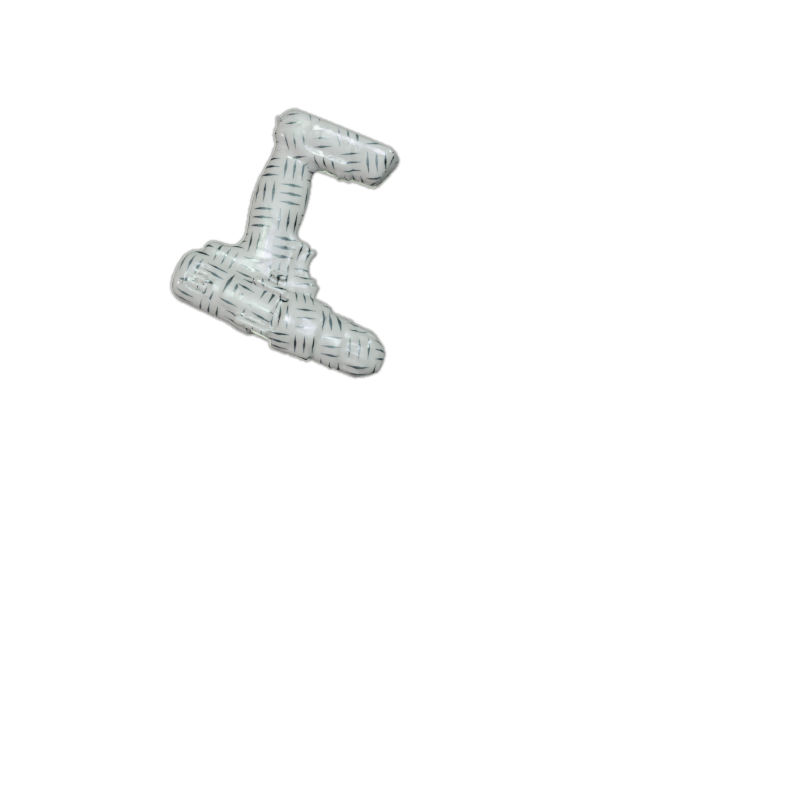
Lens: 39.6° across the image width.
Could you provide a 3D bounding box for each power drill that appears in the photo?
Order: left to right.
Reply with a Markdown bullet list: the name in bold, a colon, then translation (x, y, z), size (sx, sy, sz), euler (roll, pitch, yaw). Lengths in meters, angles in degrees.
- **power drill**: translation (-0.071, -0.130, 0.908), size (0.186, 0.191, 0.056), euler (24, -10, 4)
